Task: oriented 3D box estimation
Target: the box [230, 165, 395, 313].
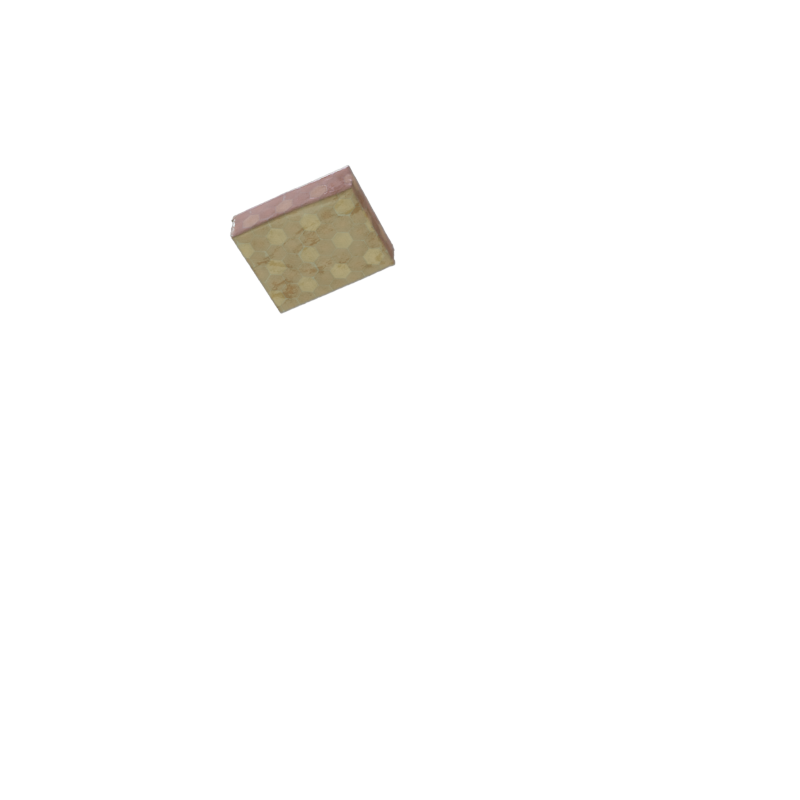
[{"bbox_3d":[-0.073,-0.133,0.931,0.114,0.083,0.042,-20,35,15],"label":"box"}]
